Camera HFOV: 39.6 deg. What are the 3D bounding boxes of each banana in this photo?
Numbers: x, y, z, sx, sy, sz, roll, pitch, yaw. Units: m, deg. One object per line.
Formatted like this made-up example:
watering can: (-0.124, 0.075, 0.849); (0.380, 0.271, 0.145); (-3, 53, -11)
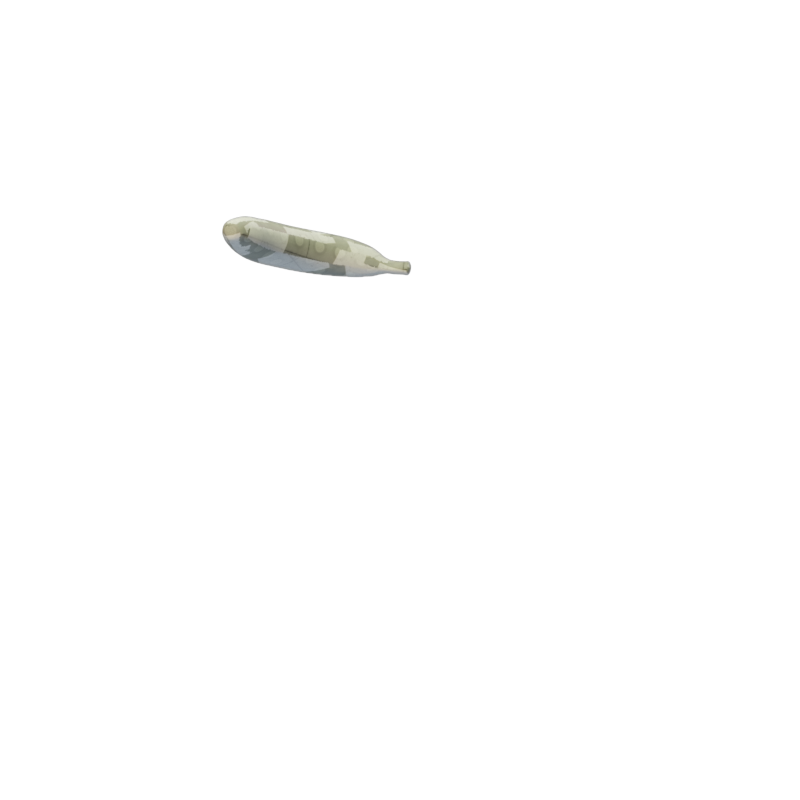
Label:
banana: (-0.083, -0.132, 0.949); (0.189, 0.038, 0.071); (4, -8, -40)
